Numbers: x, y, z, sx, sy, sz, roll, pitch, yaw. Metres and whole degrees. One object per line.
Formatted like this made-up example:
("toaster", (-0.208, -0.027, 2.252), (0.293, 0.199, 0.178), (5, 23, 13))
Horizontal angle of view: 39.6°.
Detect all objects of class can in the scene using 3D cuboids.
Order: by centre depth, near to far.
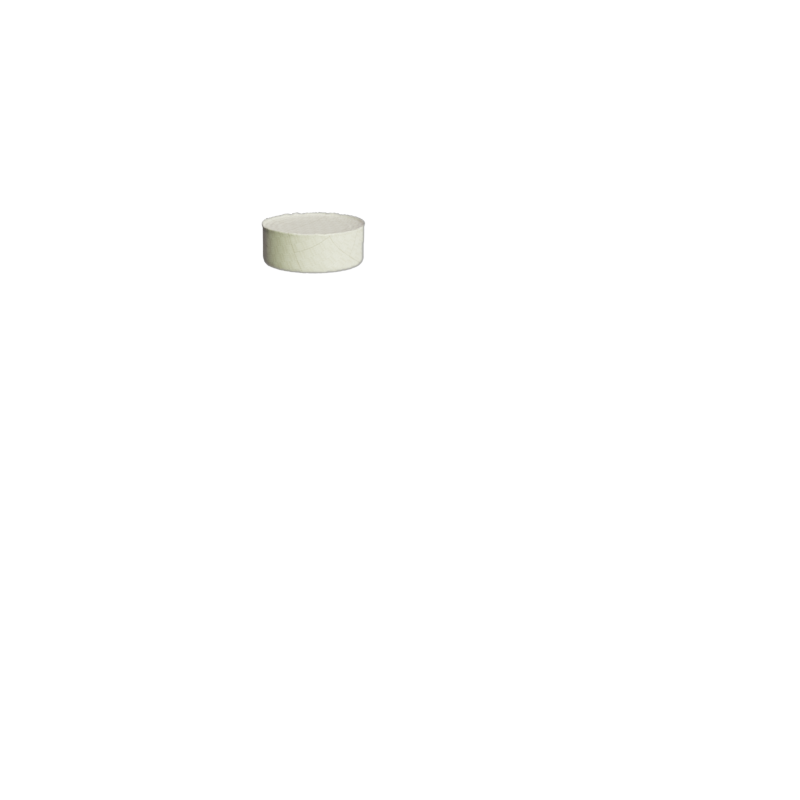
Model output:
("can", (-0.072, -0.132, 0.922), (0.086, 0.032, 0.089), (-1, 20, -2))
